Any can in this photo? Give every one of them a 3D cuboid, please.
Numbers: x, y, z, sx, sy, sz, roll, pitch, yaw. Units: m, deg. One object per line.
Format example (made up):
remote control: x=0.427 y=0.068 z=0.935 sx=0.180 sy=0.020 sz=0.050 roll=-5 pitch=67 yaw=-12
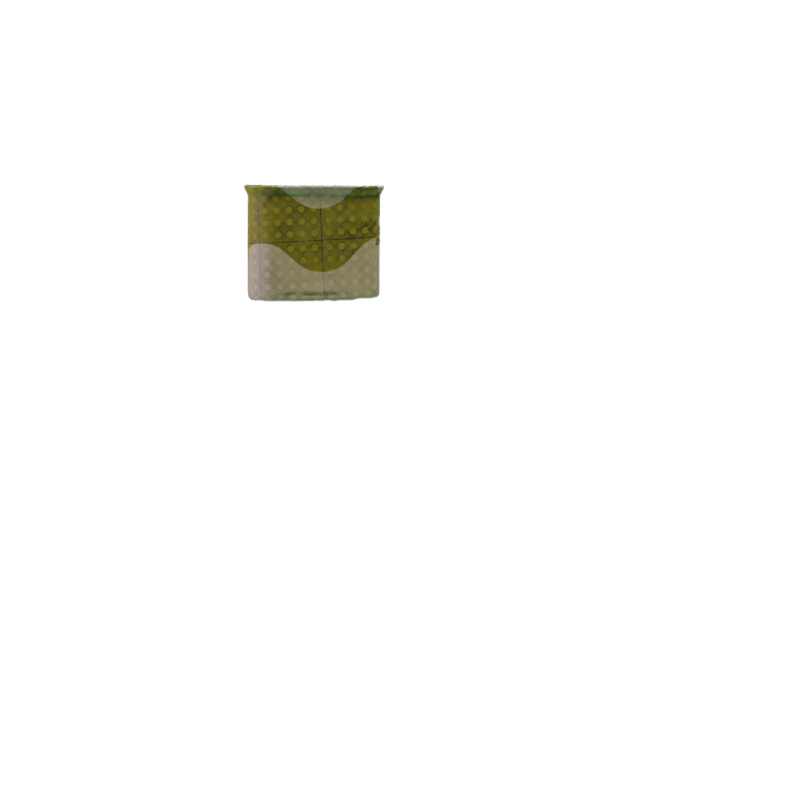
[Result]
can: x=-0.064 y=-0.117 z=0.818 sx=0.101 sy=0.083 sz=0.059 roll=-1 pitch=5 yaw=-7
